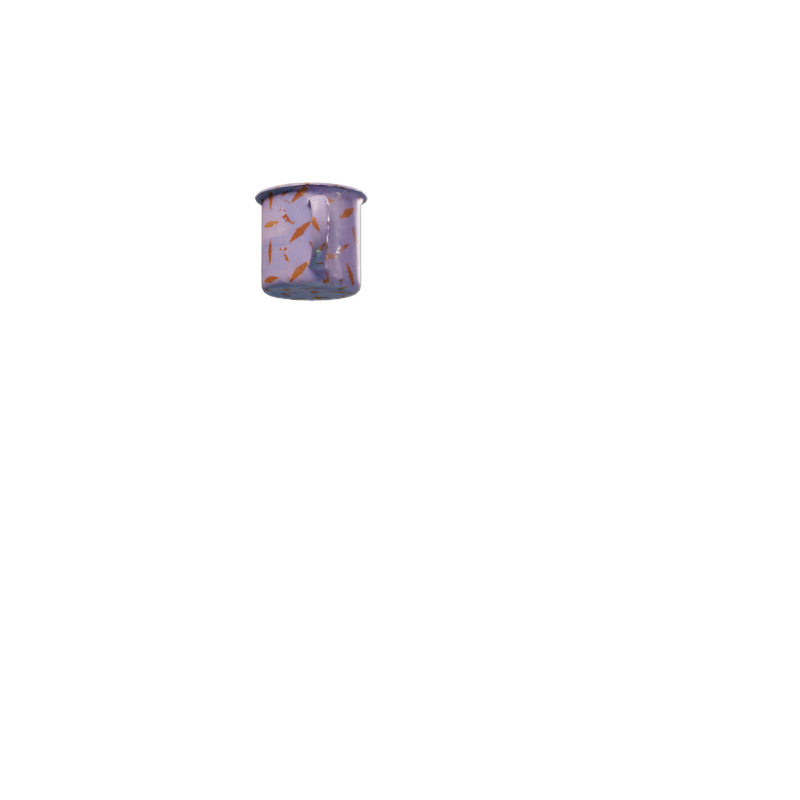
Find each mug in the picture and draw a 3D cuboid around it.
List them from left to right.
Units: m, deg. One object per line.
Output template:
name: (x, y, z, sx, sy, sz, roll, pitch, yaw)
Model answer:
mug: (-0.070, -0.128, 0.897, 0.092, 0.084, 0.116, 1, -8, -11)
